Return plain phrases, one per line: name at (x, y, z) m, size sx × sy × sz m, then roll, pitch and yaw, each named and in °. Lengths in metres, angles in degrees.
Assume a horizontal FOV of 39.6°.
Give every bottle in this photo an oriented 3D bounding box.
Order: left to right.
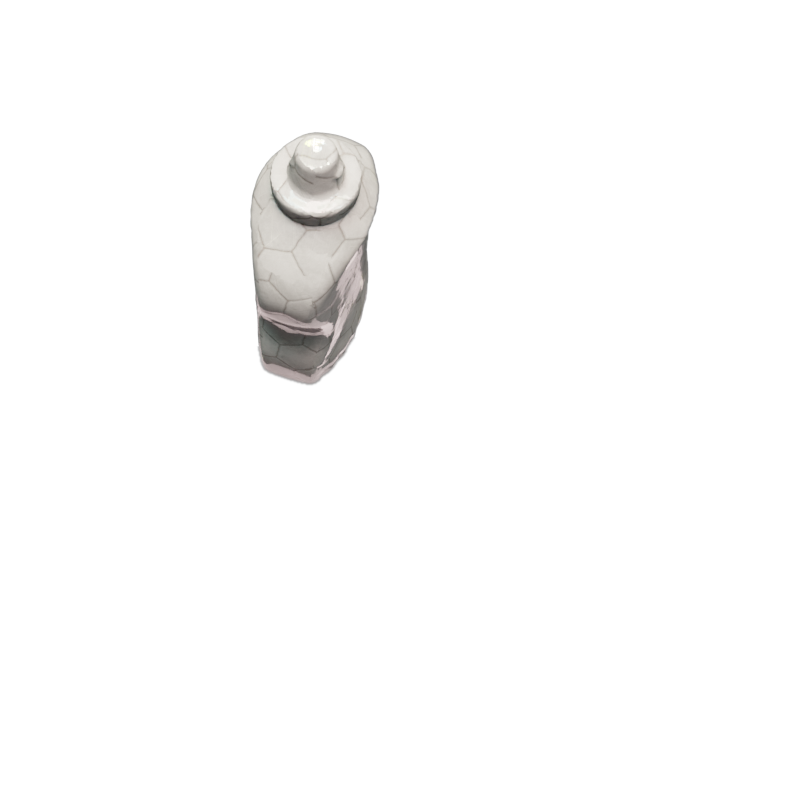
bottle at (-0.043, -0.080, 0.559) m, size 0.059 × 0.099 × 0.183 m, roll 18°, pitch -18°, yaw 2°
